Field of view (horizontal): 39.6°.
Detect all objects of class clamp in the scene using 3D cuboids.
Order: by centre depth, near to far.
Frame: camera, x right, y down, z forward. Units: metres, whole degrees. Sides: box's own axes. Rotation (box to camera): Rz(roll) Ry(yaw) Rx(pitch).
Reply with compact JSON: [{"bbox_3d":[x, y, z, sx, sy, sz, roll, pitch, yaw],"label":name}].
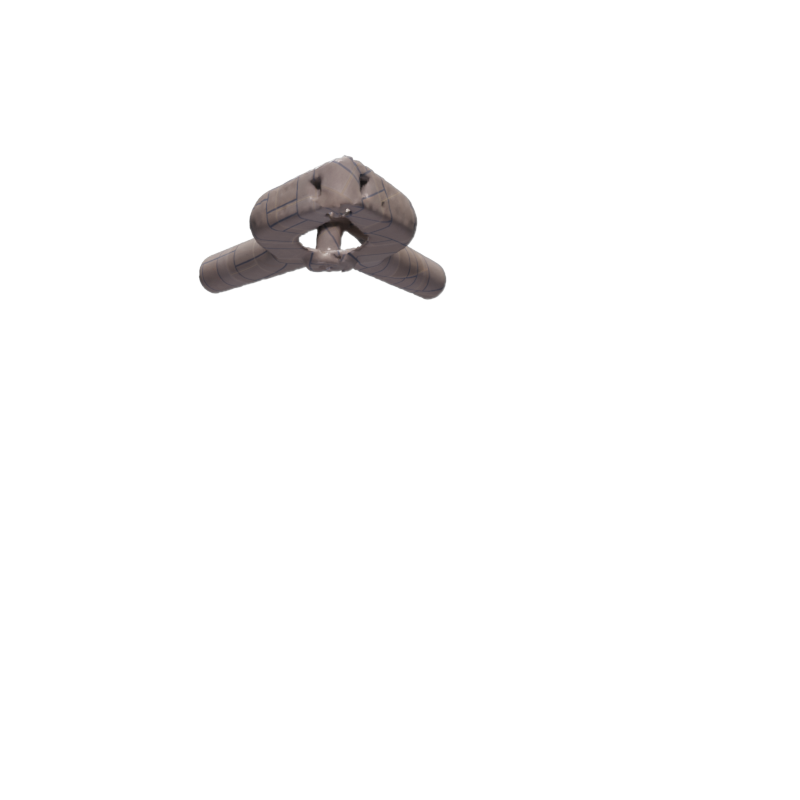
[{"bbox_3d":[-0.052,-0.095,0.664,0.165,0.038,0.203,0,-9,2],"label":"clamp"}]
